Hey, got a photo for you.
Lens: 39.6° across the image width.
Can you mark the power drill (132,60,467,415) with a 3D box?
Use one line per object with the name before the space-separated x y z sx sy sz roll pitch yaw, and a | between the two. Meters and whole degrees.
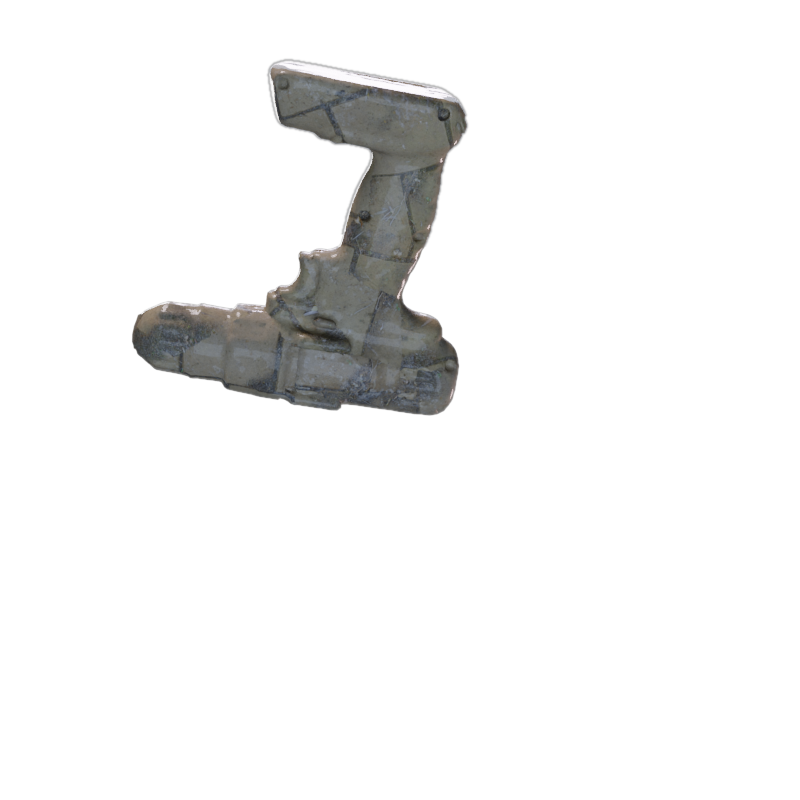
power drill | -0.048 -0.087 0.608 0.183 0.181 0.060 9 19 -3
